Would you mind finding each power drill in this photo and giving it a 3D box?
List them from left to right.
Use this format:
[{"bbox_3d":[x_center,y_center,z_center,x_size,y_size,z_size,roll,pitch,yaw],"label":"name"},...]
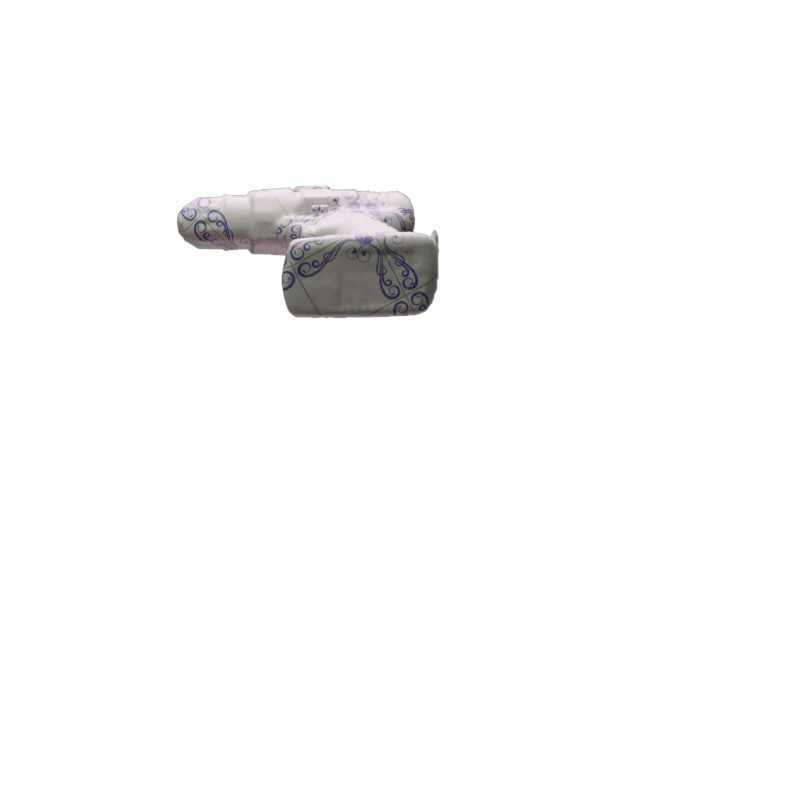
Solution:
[{"bbox_3d":[-0.062,-0.113,0.794,0.182,0.055,0.199,-5,23,-12],"label":"power drill"}]
